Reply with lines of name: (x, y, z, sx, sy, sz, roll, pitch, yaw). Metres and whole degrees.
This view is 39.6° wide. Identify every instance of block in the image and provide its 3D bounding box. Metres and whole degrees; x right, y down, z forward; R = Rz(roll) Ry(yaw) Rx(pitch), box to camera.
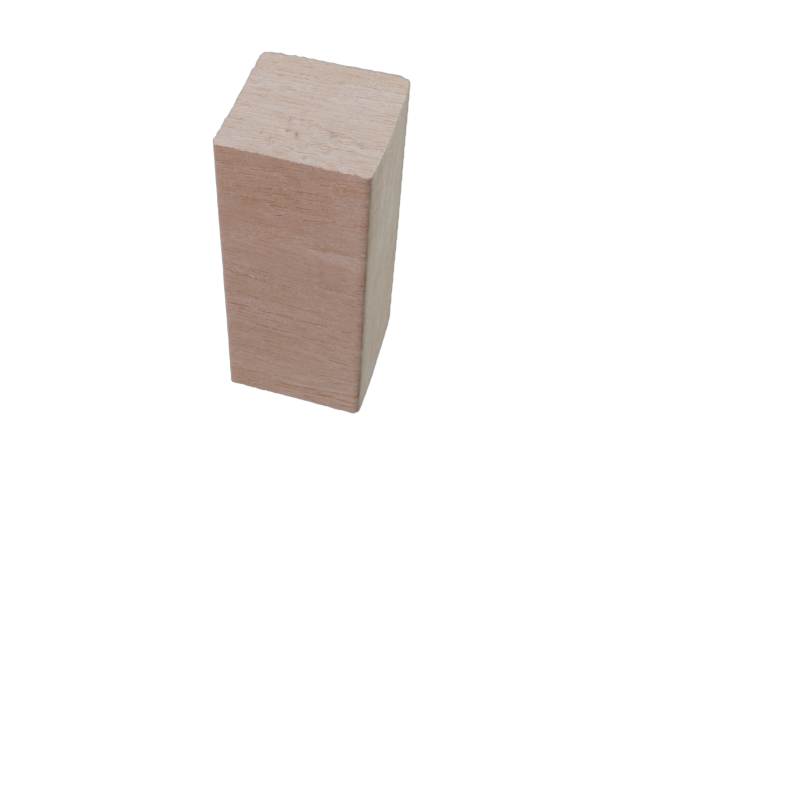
block: (-0.052, -0.097, 0.676, 0.092, 0.095, 0.192, 14, -39, 8)
